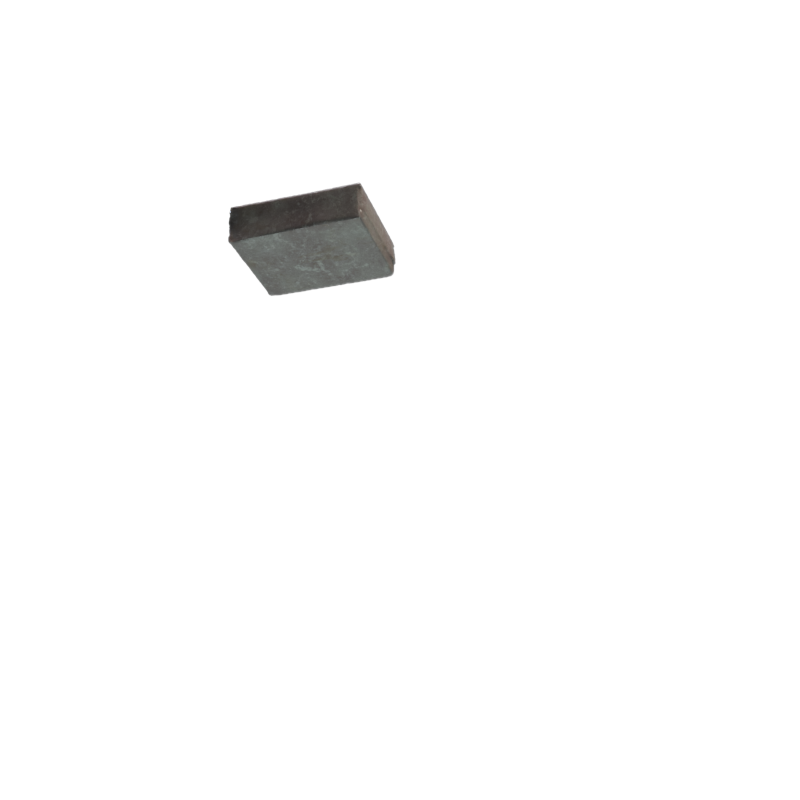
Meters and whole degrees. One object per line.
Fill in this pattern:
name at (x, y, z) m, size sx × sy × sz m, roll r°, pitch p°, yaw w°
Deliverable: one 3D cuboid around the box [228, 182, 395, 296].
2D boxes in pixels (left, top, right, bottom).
box at (-0.070, -0.127, 0.892) m, size 0.115 × 0.041 × 0.083 m, roll -9°, pitch -31°, yaw 15°
